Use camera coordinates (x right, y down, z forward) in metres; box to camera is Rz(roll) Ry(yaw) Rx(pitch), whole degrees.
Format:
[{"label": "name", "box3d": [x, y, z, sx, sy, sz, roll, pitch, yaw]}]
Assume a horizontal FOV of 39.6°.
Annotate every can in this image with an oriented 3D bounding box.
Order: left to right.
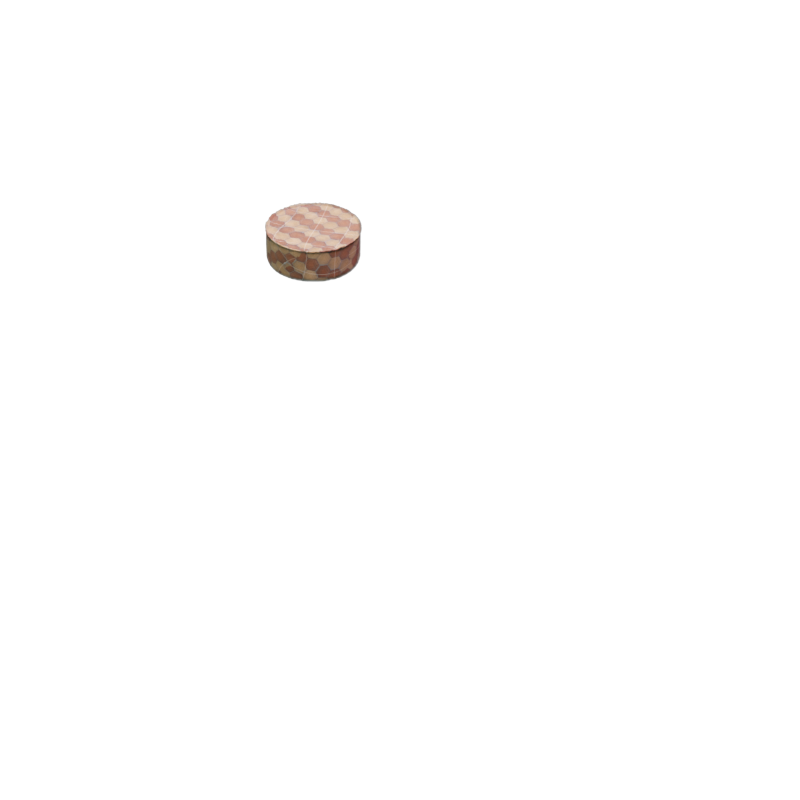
[{"label": "can", "box3d": [-0.078, -0.141, 0.990, 0.086, 0.031, 0.092, -1, 36, -2]}]
